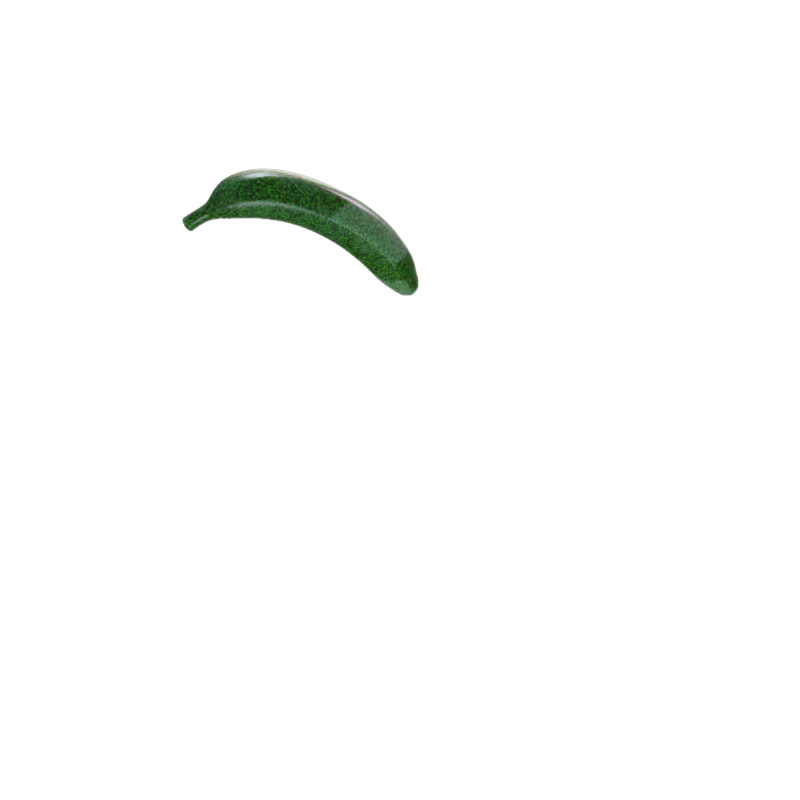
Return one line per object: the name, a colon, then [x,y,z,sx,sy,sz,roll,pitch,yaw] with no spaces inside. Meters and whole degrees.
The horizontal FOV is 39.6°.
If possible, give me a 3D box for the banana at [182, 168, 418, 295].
banana: [-0.062,-0.134,0.845,0.191,0.039,0.067,17,-45,-18]
